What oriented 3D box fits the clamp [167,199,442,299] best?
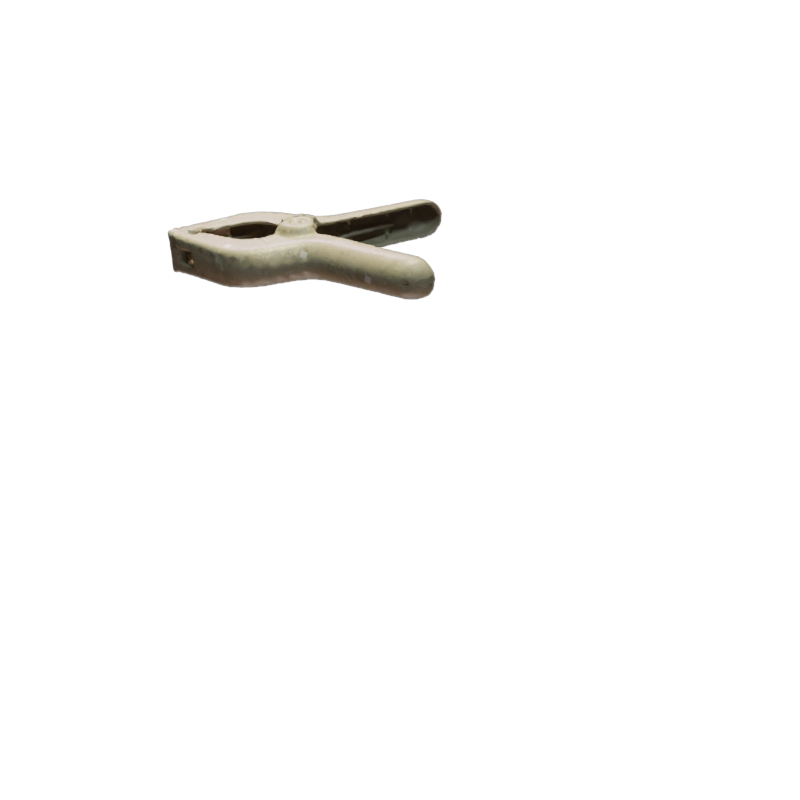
[{"bbox_3d":[-0.054,-0.098,0.684,0.175,0.038,0.123,6,23,14],"label":"clamp"}]
